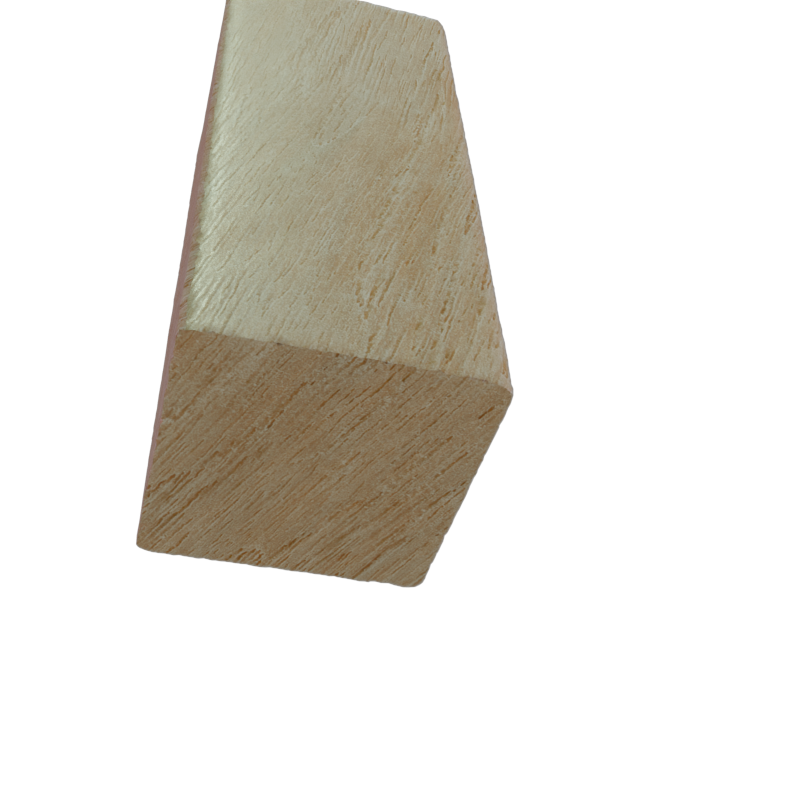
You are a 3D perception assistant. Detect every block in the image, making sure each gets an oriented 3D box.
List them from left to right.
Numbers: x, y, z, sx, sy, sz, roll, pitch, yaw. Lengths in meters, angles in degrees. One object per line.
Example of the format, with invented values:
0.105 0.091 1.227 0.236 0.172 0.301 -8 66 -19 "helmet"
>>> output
-0.029 -0.055 0.384 0.089 0.086 0.221 9 41 -12 "block"
